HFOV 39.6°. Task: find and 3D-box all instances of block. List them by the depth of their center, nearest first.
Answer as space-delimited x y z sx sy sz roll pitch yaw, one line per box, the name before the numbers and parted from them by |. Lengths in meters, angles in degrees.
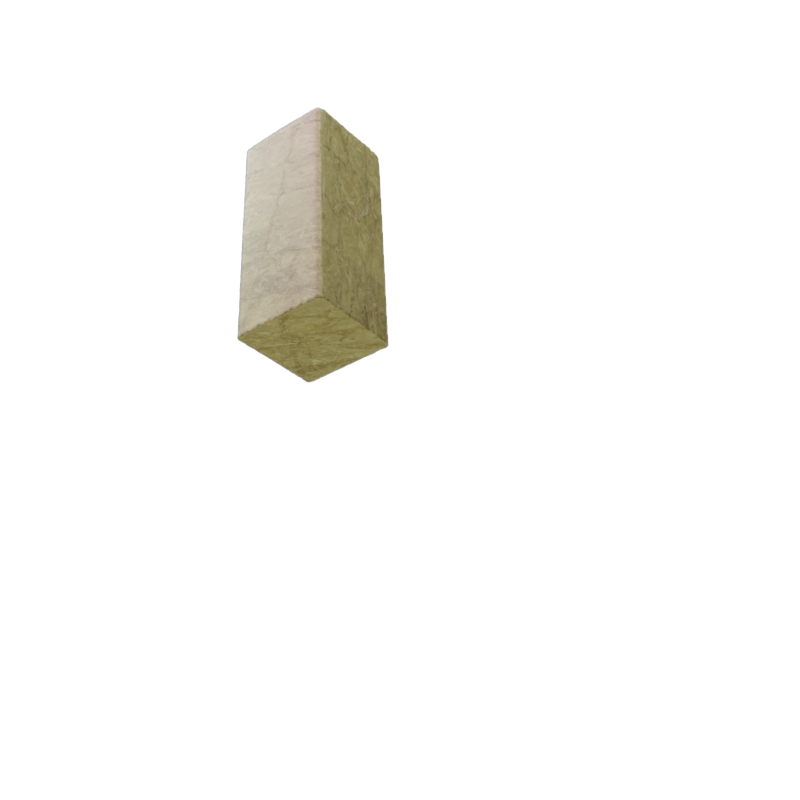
block | -0.074 -0.136 0.948 0.090 0.221 0.084 -27 -42 29
